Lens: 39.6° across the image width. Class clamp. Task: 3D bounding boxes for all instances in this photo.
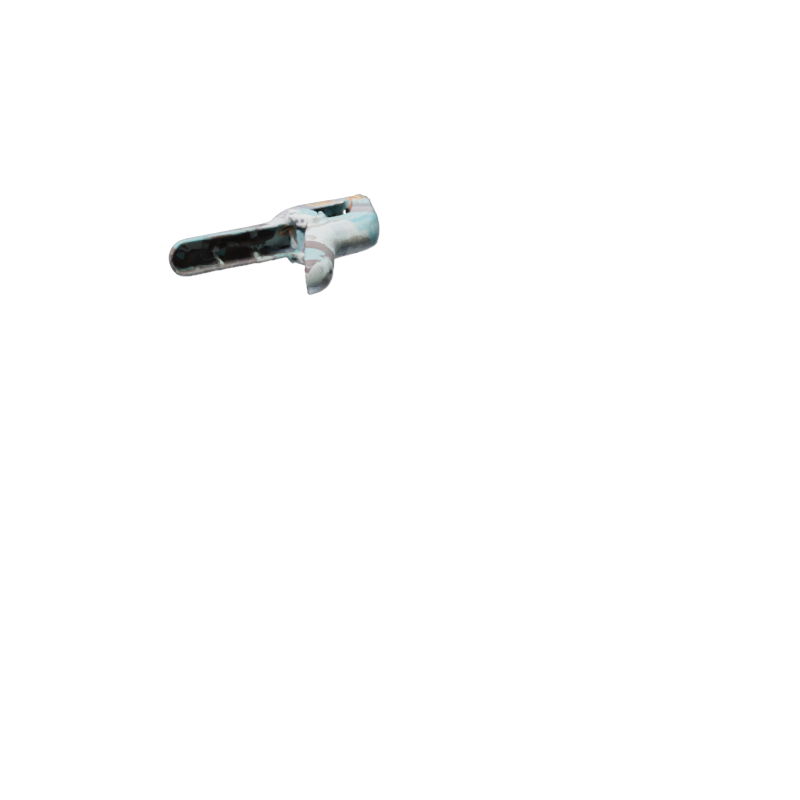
[{"bbox_3d":[-0.059,-0.108,0.759,0.127,0.037,0.171,20,33,33],"label":"clamp"}]
